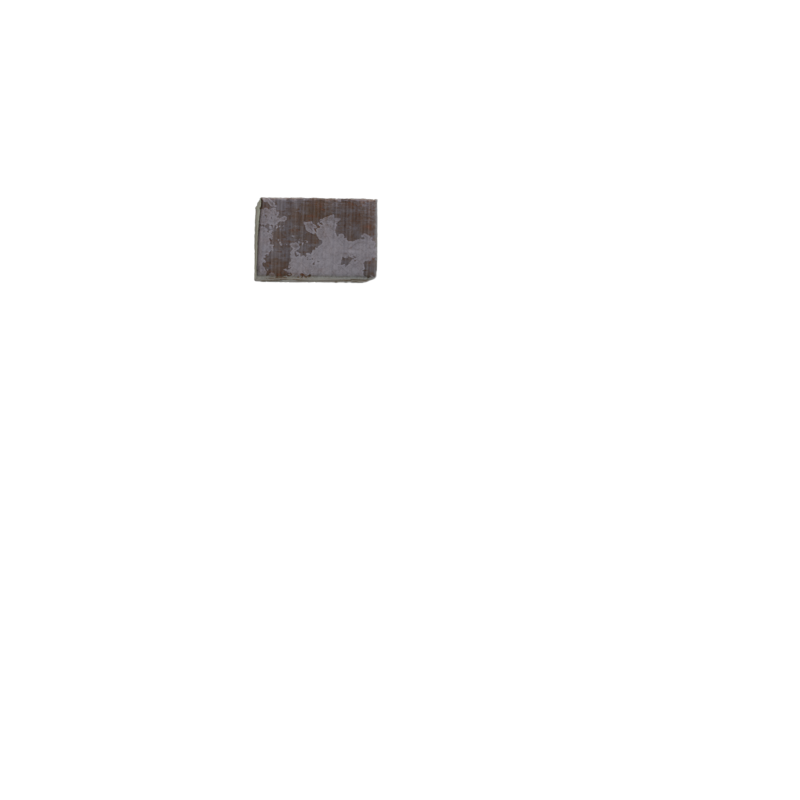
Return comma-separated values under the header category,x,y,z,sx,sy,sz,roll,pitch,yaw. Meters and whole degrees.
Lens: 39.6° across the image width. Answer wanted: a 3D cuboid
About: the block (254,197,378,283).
category,x,y,z,sx,sy,sz,roll,pitch,yaw
block,-0.057,-0.103,0.724,0.077,0.052,0.053,0,-1,-8
